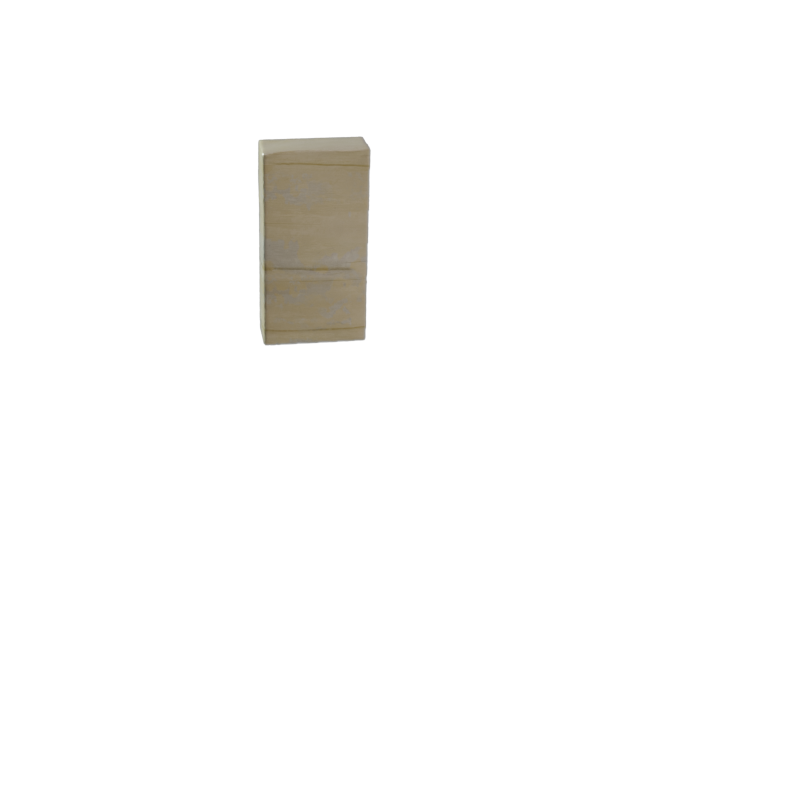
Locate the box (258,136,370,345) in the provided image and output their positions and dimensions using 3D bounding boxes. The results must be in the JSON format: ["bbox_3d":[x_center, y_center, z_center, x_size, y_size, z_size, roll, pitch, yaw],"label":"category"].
[{"bbox_3d":[-0.075,-0.136,0.954,0.092,0.167,0.051,-3,25,-9],"label":"box"}]
